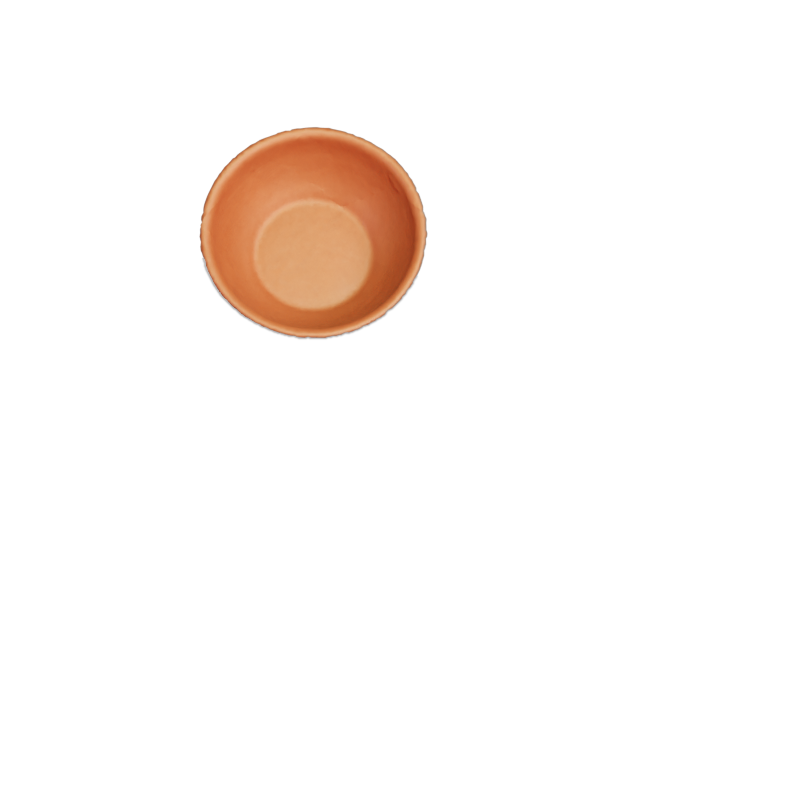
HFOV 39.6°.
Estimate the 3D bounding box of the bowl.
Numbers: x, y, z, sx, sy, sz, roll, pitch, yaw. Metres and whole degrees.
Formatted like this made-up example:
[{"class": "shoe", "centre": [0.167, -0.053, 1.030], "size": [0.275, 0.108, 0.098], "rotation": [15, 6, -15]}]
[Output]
[{"class": "bowl", "centre": [-0.064, -0.116, 0.812], "size": [0.162, 0.170, 0.053], "rotation": [-1, -20, -1]}]
